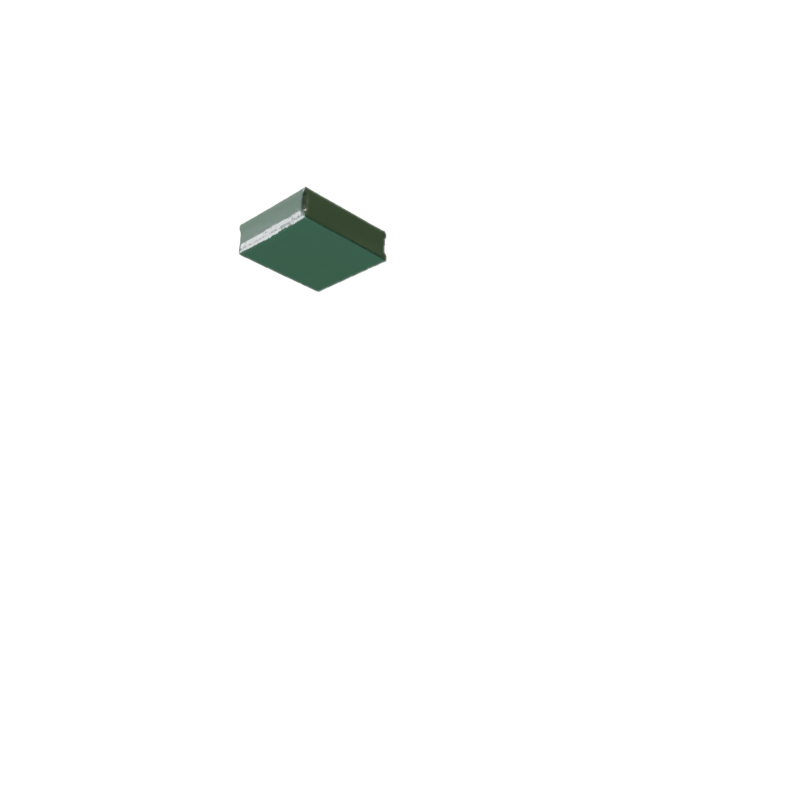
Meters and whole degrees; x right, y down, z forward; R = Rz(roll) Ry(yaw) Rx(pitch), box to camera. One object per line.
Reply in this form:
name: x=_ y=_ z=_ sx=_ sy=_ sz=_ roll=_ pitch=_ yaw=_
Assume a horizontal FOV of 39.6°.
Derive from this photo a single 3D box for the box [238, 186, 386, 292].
box: x=-0.066 y=-0.120 z=0.839 sx=0.073 sy=0.032 sz=0.084 roll=-23 pitch=-34 yaw=39
